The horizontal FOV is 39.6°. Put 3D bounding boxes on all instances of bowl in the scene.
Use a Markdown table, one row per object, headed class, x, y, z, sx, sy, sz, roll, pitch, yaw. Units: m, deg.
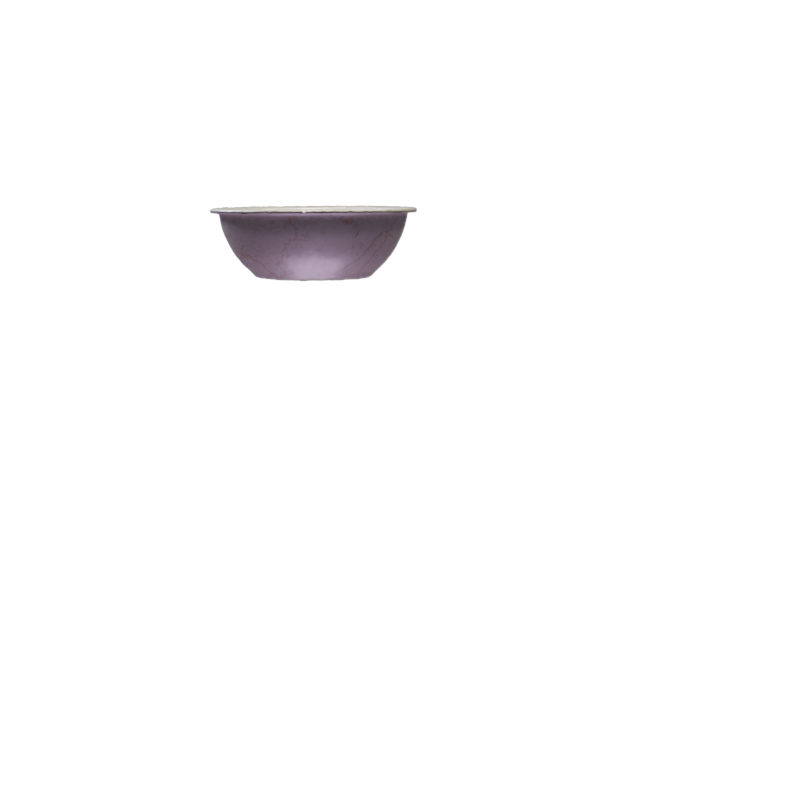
| class | x | y | z | sx | sy | sz | roll | pitch | yaw |
| --- | --- | --- | --- | --- | --- | --- | --- | --- | --- |
| bowl | -0.068 | -0.124 | 0.869 | 0.162 | 0.054 | 0.165 | 0 | 10 | -2 |
